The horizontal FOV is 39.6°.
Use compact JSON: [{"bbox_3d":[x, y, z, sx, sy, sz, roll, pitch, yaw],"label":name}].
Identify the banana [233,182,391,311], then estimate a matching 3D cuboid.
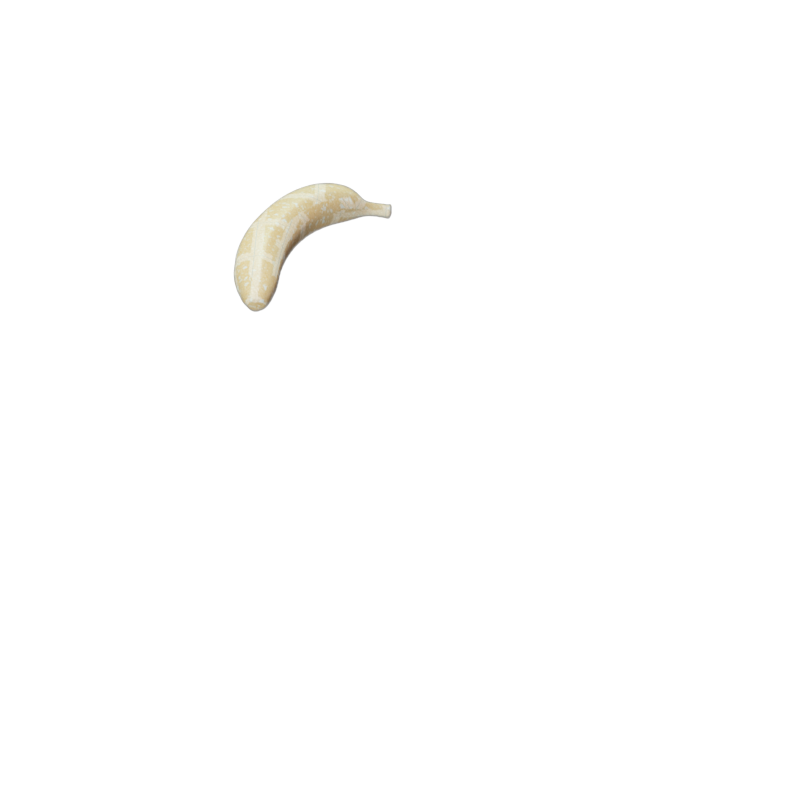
[{"bbox_3d":[-0.081,-0.130,0.864,0.073,0.034,0.201,17,38,24],"label":"banana"}]
